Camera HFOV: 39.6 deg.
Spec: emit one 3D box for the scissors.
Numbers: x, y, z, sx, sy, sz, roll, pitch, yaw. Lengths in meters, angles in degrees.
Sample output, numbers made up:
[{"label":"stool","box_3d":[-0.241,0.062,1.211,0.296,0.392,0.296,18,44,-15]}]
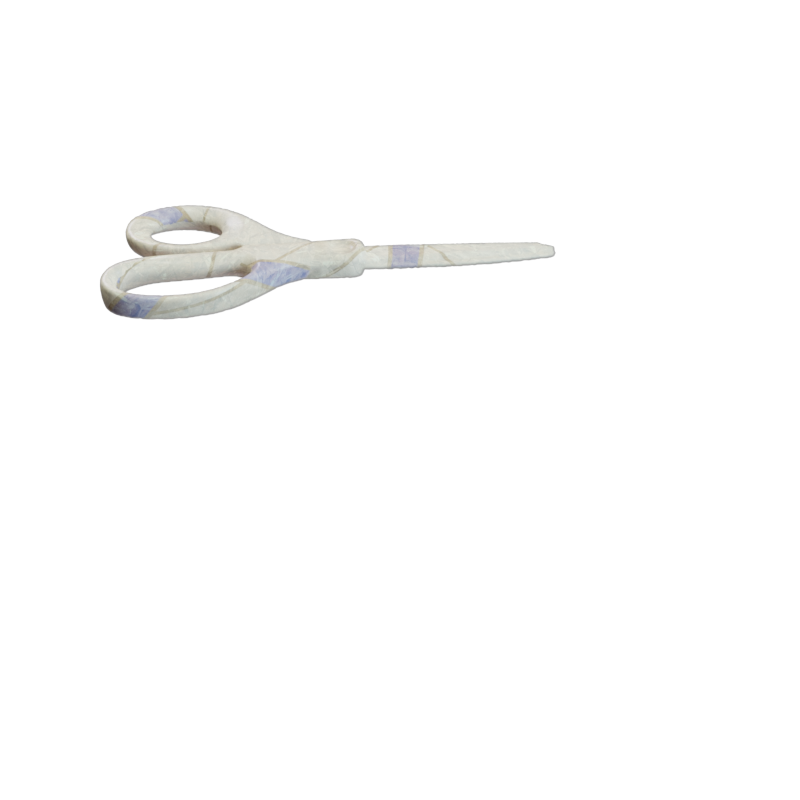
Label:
[{"label":"scissors","box_3d":[-0.040,-0.073,0.514,0.199,0.015,0.104,-12,36,-17]}]
